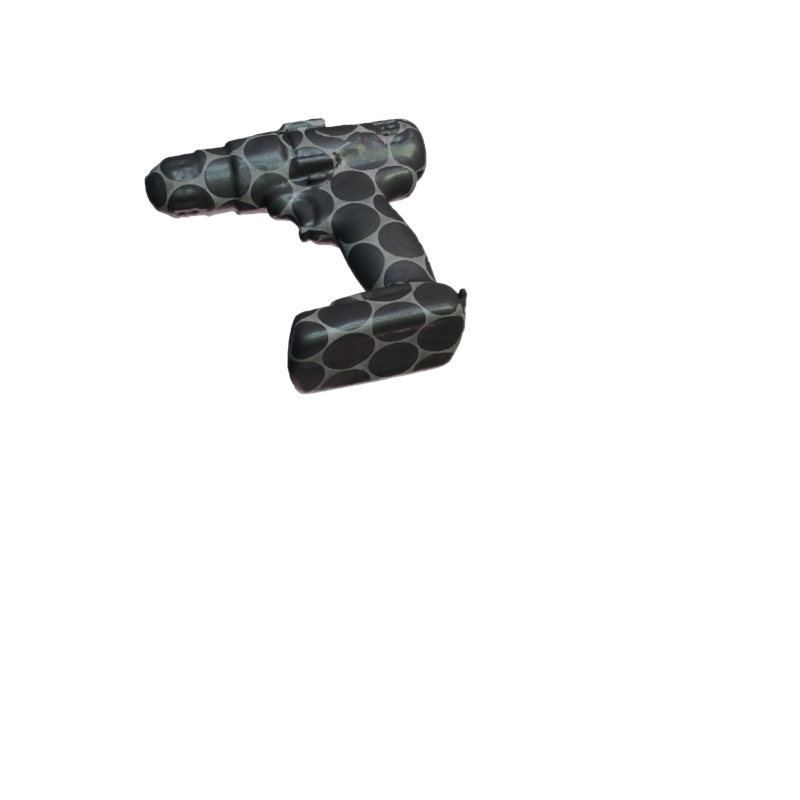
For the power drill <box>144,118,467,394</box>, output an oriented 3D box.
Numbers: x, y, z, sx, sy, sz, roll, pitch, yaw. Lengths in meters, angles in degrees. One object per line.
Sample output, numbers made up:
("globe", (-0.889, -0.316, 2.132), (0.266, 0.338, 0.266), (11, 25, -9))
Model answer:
("power drill", (-0.053, -0.096, 0.675), (0.183, 0.203, 0.053), (-12, -37, -10))
